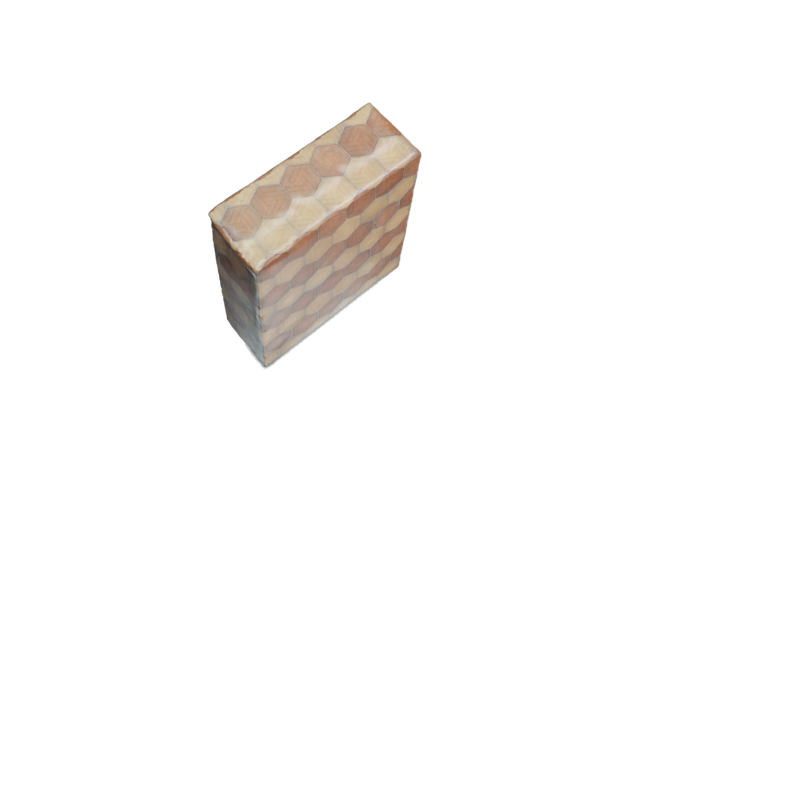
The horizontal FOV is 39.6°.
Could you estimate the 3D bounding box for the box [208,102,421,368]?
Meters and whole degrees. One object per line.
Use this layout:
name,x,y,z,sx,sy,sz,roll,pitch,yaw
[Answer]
box,-0.073,-0.133,0.933,0.165,0.075,0.203,-38,-13,-16
